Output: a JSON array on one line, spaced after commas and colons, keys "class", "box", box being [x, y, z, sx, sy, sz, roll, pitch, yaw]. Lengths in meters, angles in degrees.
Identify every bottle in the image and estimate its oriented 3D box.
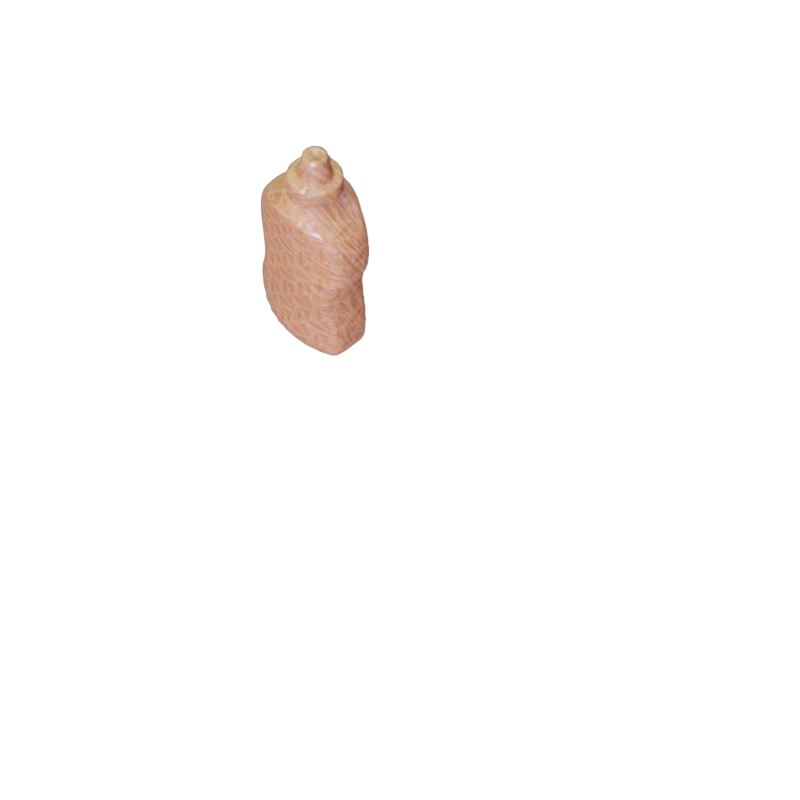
[{"class": "bottle", "box": [-0.065, -0.119, 0.835, 0.059, 0.102, 0.179, -33, -26, -23]}]
